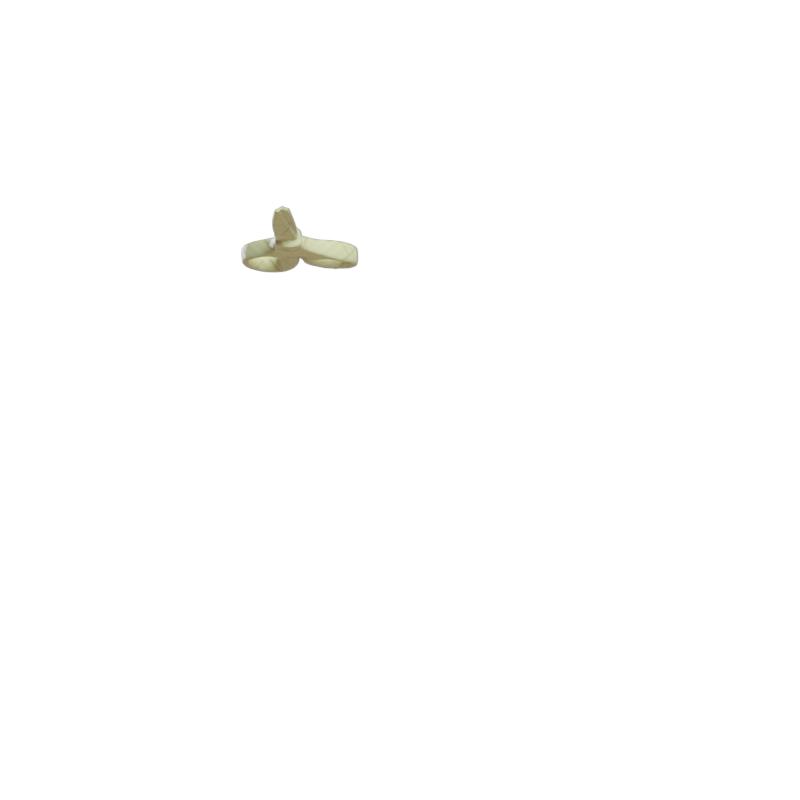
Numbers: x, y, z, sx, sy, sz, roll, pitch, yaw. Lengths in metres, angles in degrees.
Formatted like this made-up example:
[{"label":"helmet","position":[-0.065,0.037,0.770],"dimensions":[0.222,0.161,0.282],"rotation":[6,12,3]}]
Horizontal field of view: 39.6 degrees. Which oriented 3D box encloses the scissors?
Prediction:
[{"label":"scissors","position":[-0.060,-0.110,0.769],"dimensions":[0.094,0.016,0.203],"rotation":[1,-2,-17]}]
